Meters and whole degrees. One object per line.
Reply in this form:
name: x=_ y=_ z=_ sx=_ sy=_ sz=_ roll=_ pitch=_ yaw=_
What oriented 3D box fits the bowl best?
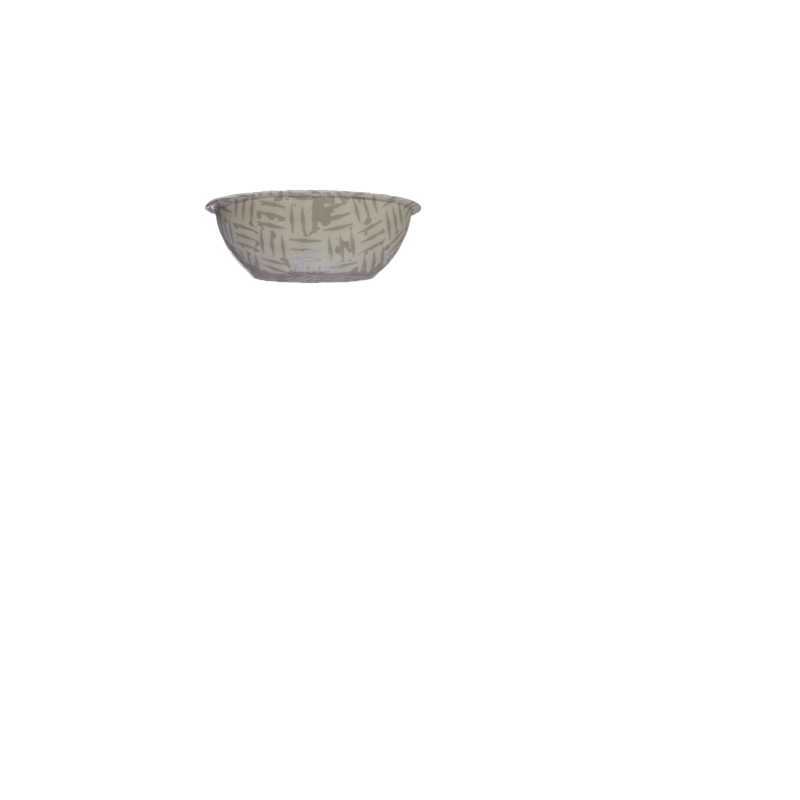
bowl: x=-0.065 y=-0.118 z=0.828 sx=0.162 sy=0.055 sz=0.161 roll=0 pitch=0 yaw=-2
